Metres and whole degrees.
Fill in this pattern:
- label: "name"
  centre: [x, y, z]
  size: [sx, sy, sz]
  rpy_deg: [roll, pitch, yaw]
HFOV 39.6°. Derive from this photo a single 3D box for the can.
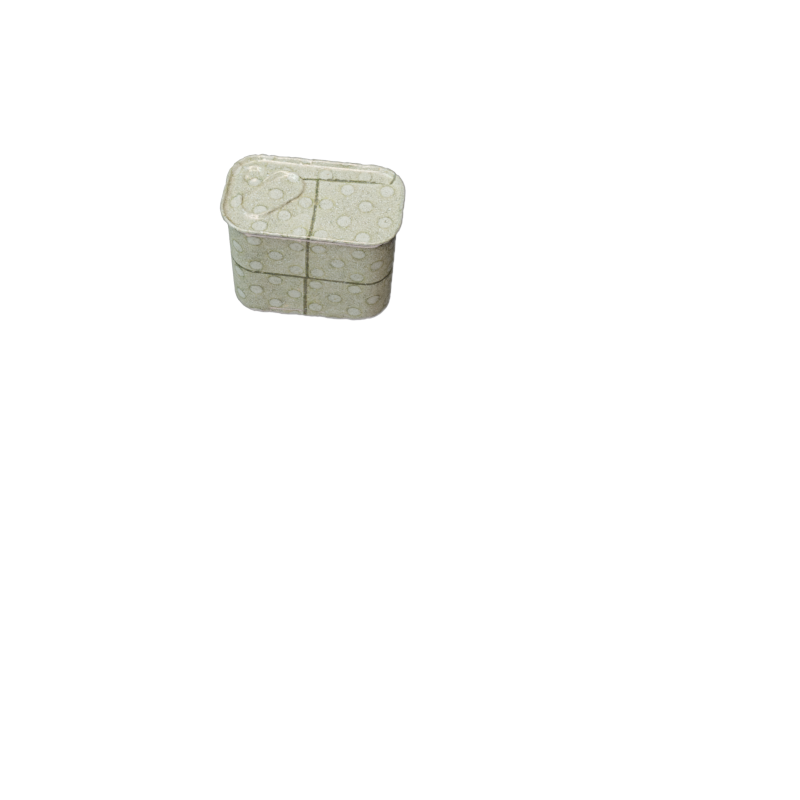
- label: "can"
  centre: [-0.051, -0.093, 0.651]
  size: [0.102, 0.061, 0.078]
  rpy_deg: [6, -33, 3]
